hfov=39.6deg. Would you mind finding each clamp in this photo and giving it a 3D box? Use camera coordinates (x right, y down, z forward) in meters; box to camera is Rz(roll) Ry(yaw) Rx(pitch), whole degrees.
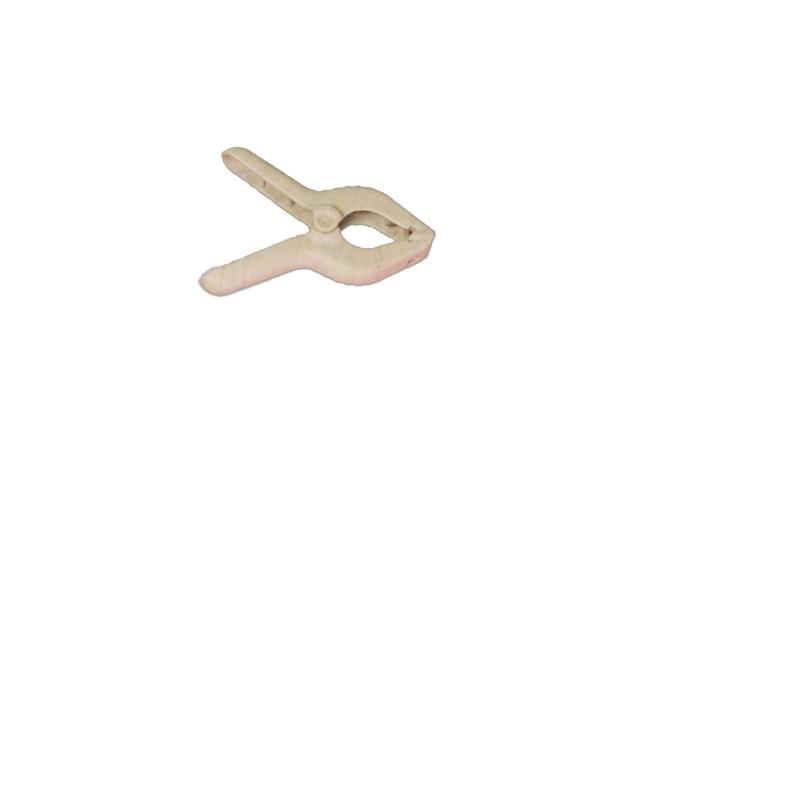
[{"bbox_3d":[-0.064,-0.116,0.813,0.173,0.125,0.037,14,-20,5],"label":"clamp"}]
